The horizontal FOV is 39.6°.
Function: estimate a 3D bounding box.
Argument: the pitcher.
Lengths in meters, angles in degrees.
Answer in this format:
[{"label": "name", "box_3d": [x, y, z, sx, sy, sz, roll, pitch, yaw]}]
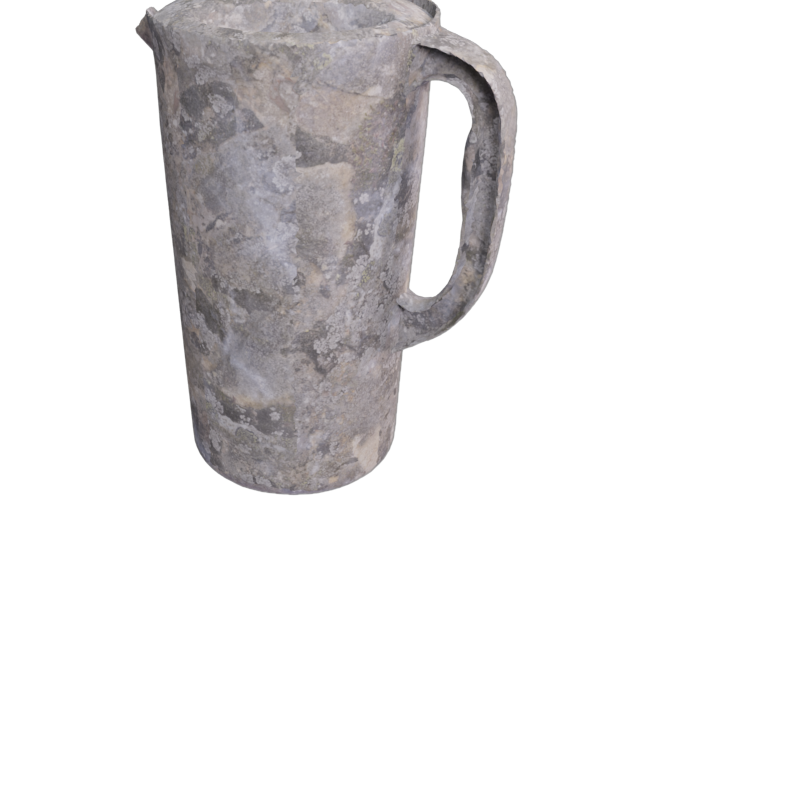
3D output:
[{"label": "pitcher", "box_3d": [-0.042, -0.077, 0.542, 0.142, 0.230, 0.160, -9, 29, -20]}]
